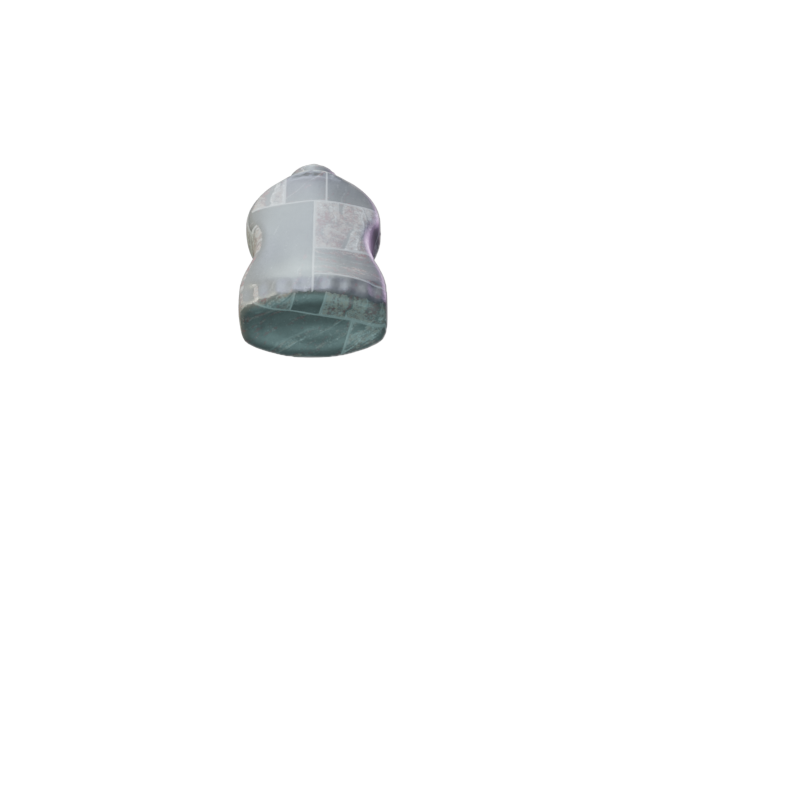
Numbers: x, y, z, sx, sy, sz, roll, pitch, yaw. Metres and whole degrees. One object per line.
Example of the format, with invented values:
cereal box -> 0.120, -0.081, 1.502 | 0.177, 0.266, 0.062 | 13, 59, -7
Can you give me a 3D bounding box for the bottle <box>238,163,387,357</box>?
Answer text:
bottle -> -0.061, -0.111, 0.782 | 0.096, 0.054, 0.205 | -4, 40, -1
